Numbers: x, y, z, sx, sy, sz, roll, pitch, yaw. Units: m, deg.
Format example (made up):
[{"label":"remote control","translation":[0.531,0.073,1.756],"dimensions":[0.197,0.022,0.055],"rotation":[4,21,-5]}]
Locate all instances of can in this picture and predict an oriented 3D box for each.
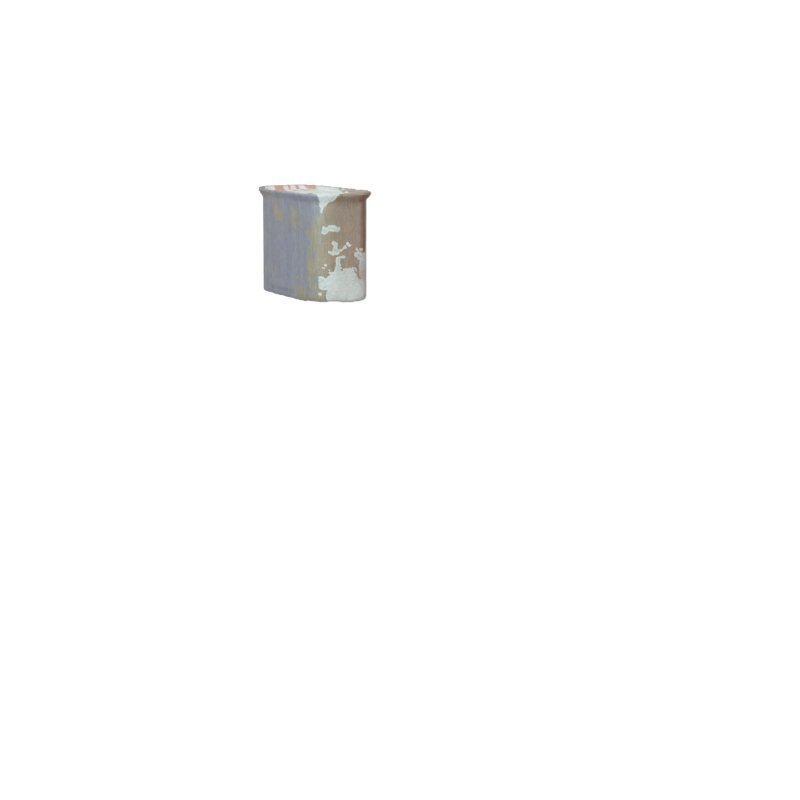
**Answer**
[{"label":"can","translation":[-0.068,-0.124,0.870],"dimensions":[0.056,0.082,0.107],"rotation":[-6,13,-34]}]
